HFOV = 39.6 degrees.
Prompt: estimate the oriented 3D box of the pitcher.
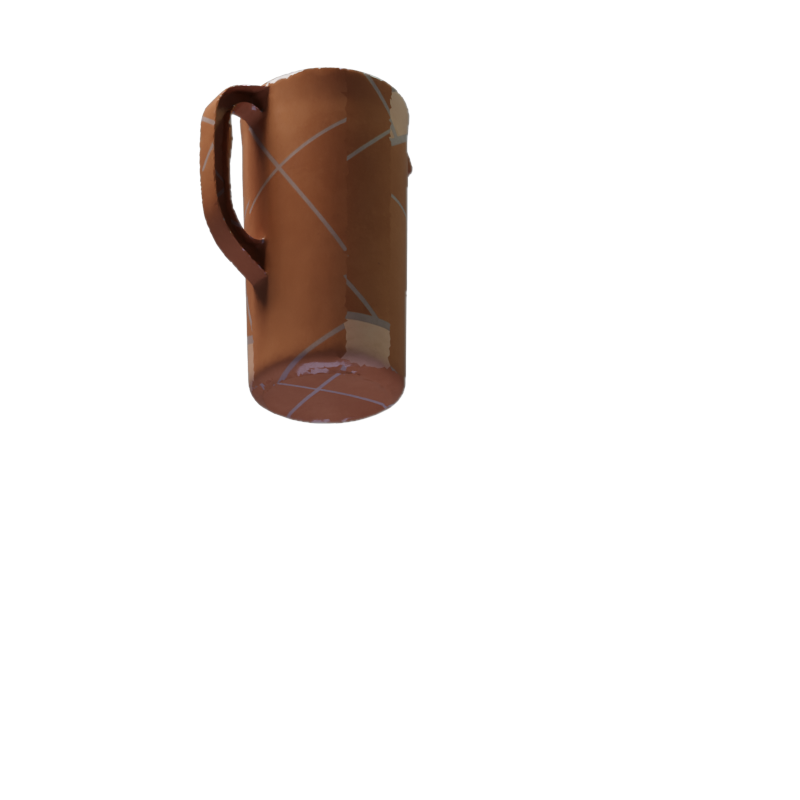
[{"bbox_3d":[-0.063,-0.115,0.809,0.150,0.258,0.135,-4,-28,5],"label":"pitcher"}]
